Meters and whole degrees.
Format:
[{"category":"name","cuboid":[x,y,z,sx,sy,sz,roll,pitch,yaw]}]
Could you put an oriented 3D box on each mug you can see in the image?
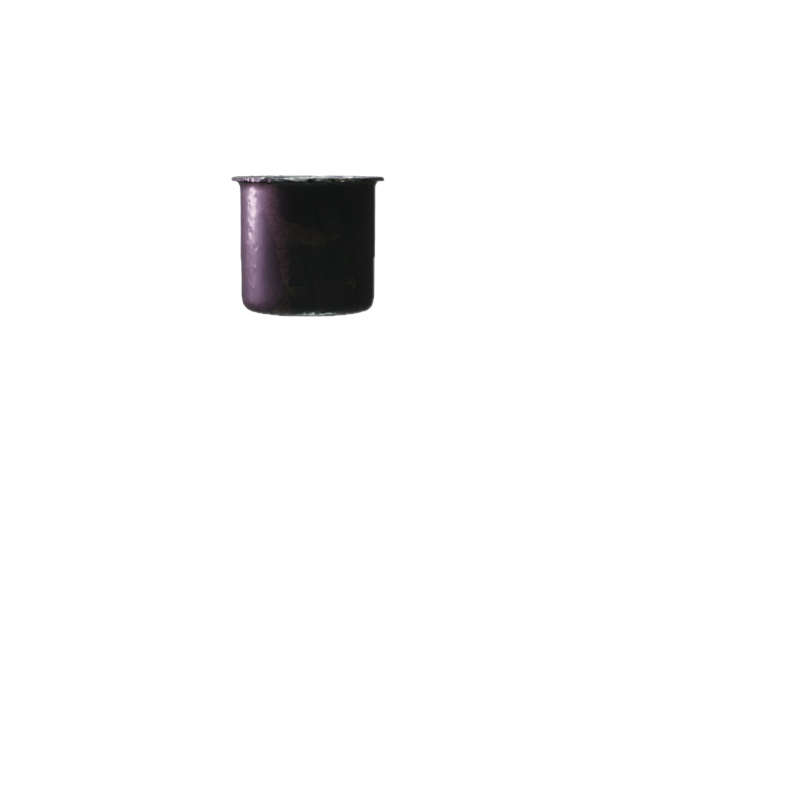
[{"category":"mug","cuboid":[-0.054,-0.098,0.689,0.095,0.080,0.117,2,10,13]}]
